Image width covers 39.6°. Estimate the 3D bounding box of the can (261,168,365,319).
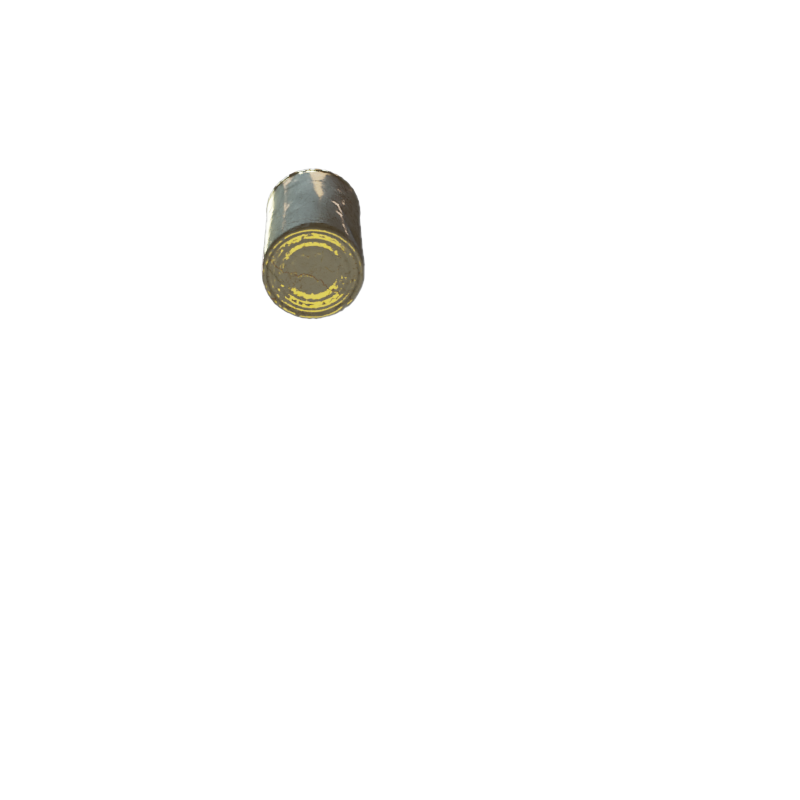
[{"bbox_3d":[-0.059,-0.107,0.752,0.068,0.065,0.108,0,30,-3],"label":"can"}]
